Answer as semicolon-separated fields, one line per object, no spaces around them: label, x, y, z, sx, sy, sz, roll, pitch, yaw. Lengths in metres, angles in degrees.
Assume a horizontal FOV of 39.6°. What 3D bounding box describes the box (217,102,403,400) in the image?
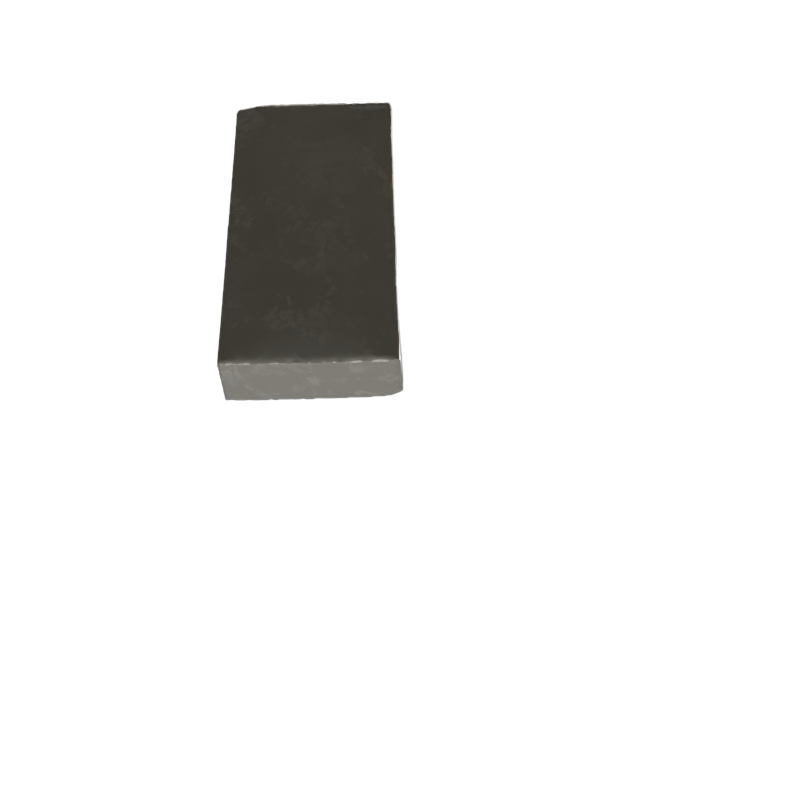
box;-0.048;-0.087;0.607;0.093;0.188;0.045;-3;-32;1
